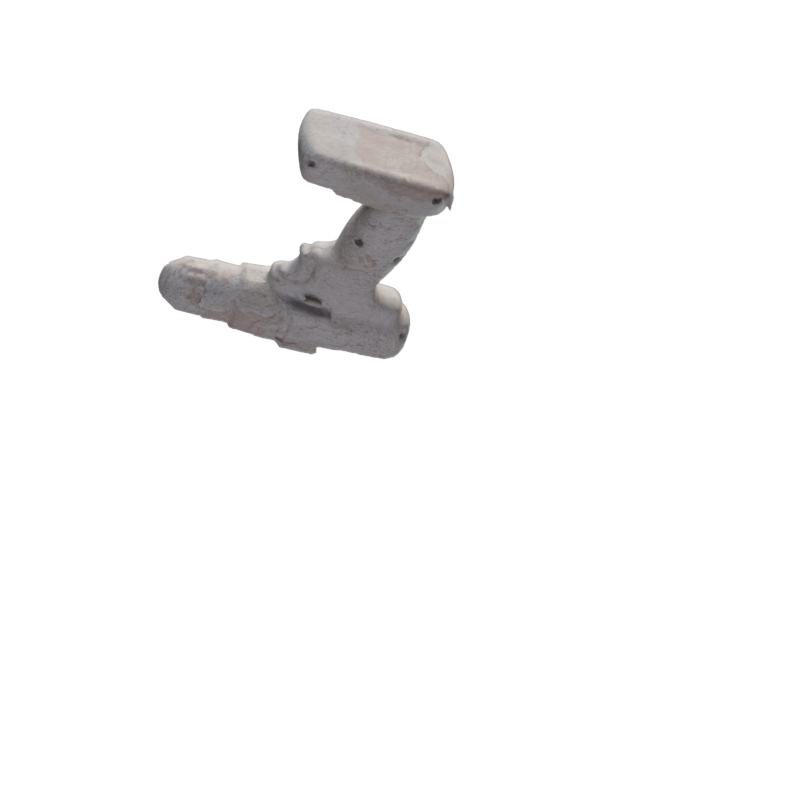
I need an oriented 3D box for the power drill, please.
[{"bbox_3d":[-0.059,-0.107,0.752,0.180,0.062,0.179,12,-40,-15],"label":"power drill"}]
